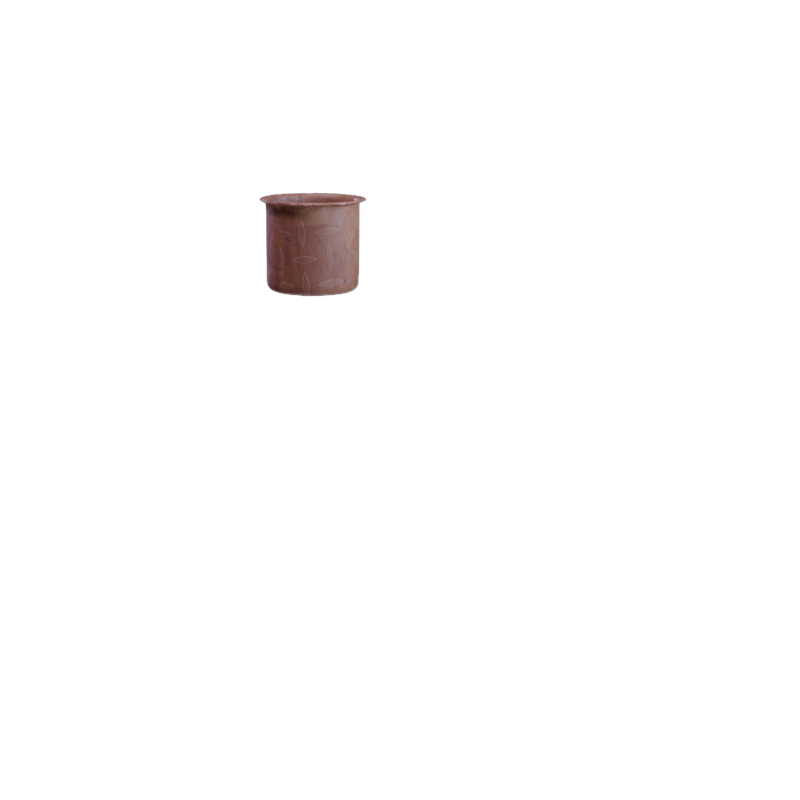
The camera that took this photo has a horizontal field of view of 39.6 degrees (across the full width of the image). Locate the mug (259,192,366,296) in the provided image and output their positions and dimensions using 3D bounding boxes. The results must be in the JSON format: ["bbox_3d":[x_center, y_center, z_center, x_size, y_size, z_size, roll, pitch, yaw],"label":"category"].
[{"bbox_3d":[-0.077,-0.141,0.986,0.093,0.079,0.120,0,13,-1],"label":"mug"}]
